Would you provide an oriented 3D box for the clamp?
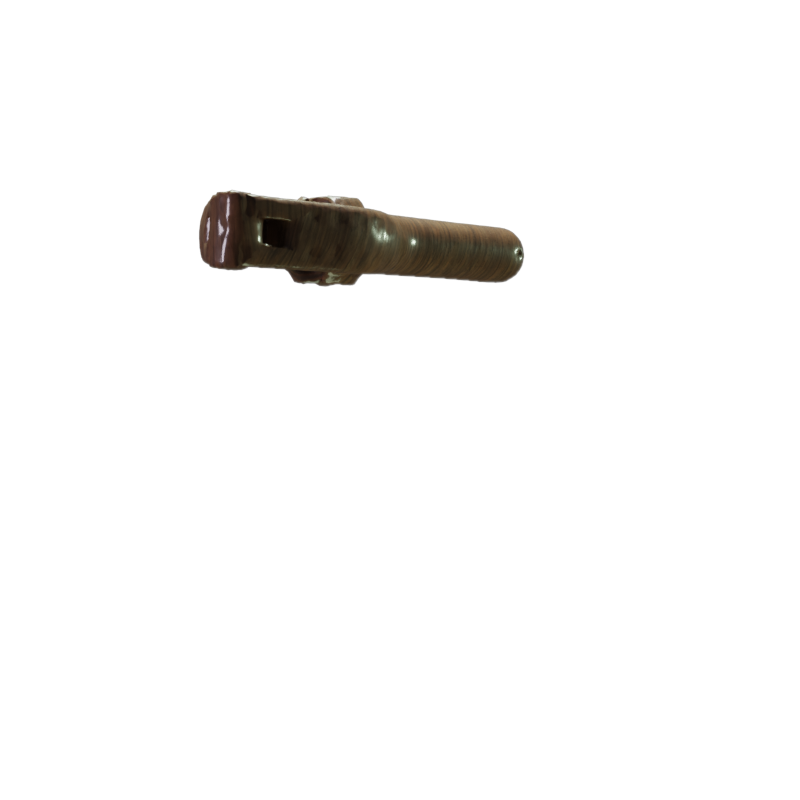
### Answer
[{"bbox_3d":[-0.036,-0.066,0.461,0.124,0.040,0.164,0,0,33],"label":"clamp"}]
